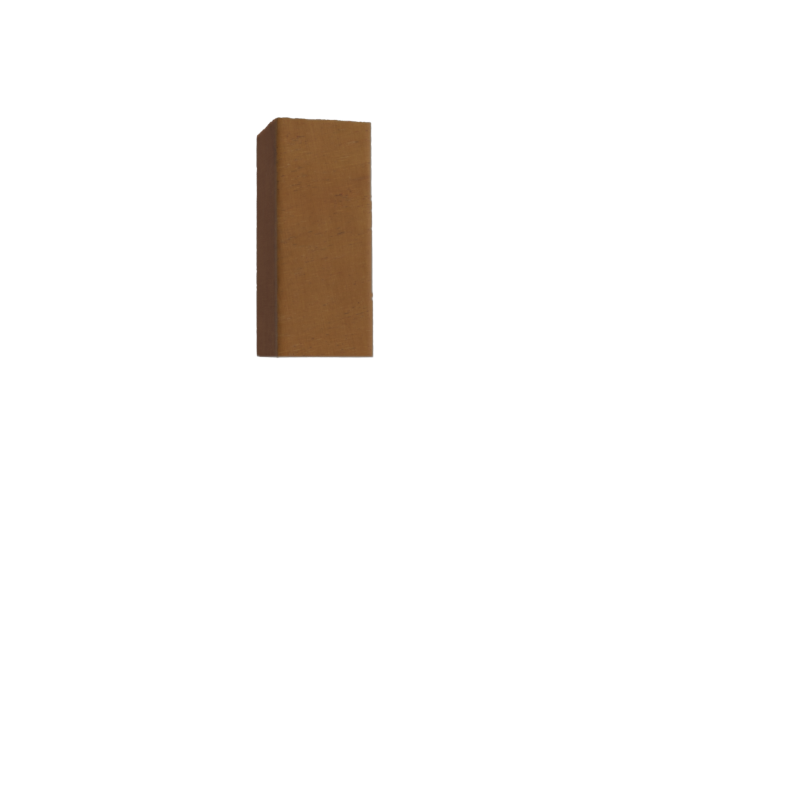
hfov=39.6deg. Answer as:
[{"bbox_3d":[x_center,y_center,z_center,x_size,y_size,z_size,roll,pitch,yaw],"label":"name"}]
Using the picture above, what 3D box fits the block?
[{"bbox_3d":[-0.079,-0.142,0.996,0.088,0.209,0.092,1,-4,-16],"label":"block"}]
